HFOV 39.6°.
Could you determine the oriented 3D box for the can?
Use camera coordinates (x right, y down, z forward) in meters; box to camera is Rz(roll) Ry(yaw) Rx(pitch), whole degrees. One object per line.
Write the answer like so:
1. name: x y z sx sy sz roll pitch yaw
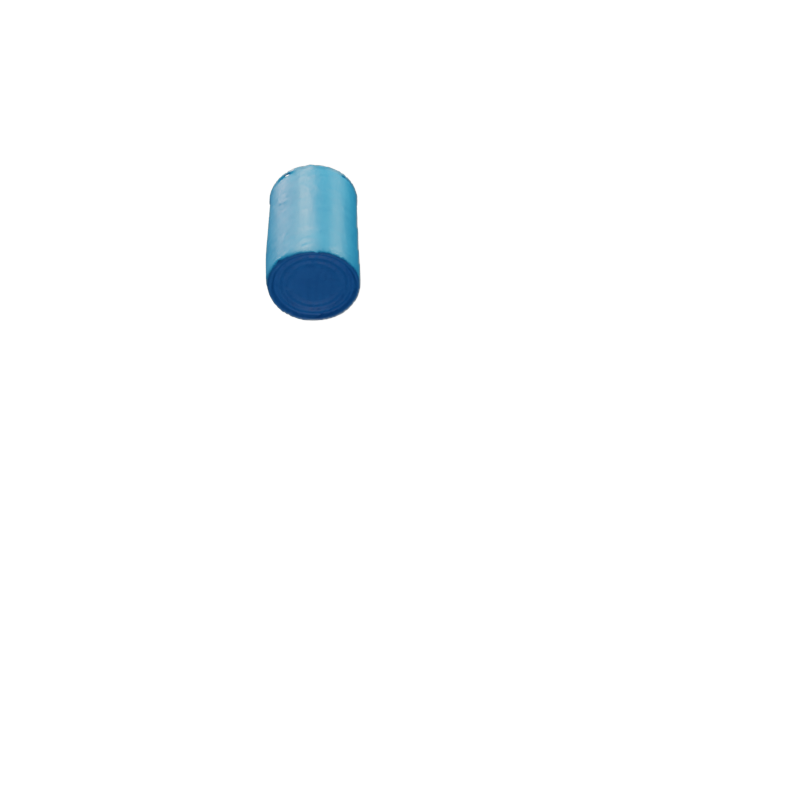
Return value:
1. can: -0.064 -0.116 0.815 0.068 0.064 0.110 -1 43 -3
